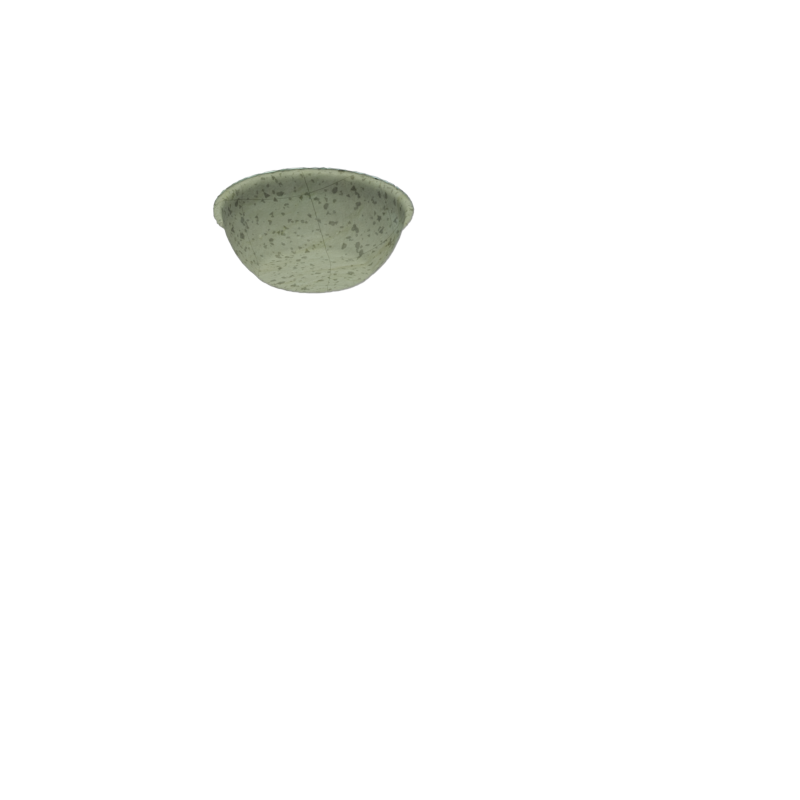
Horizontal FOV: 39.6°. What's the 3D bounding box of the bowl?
[{"bbox_3d":[-0.069,-0.126,0.881,0.162,0.058,0.155,0,-17,-2],"label":"bowl"}]
